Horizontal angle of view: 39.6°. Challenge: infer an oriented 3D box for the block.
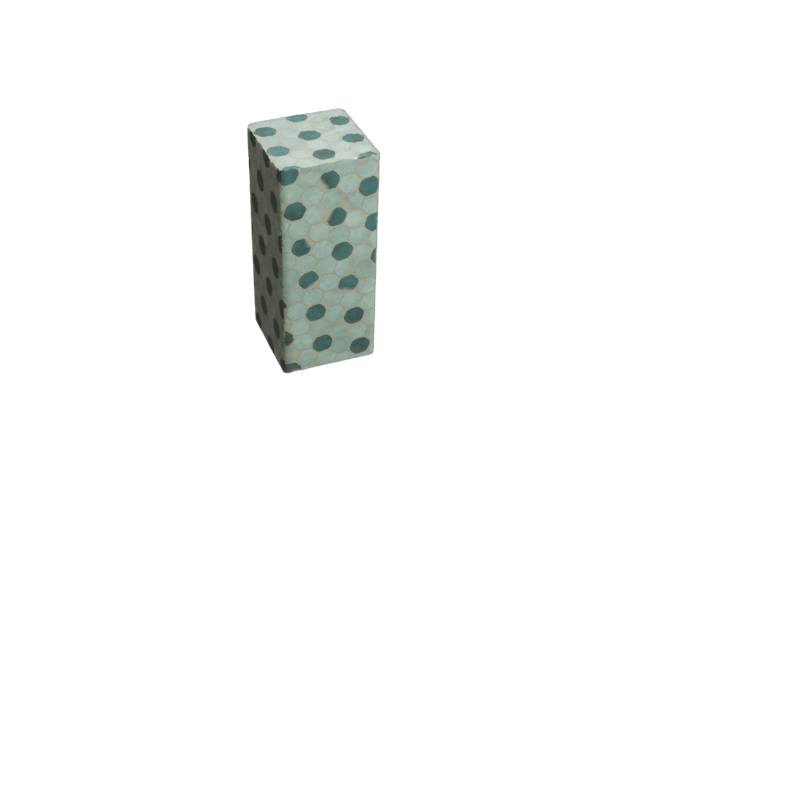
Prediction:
[{"bbox_3d":[-0.077,-0.138,0.970,0.089,0.193,0.098,-12,39,-19],"label":"block"}]
